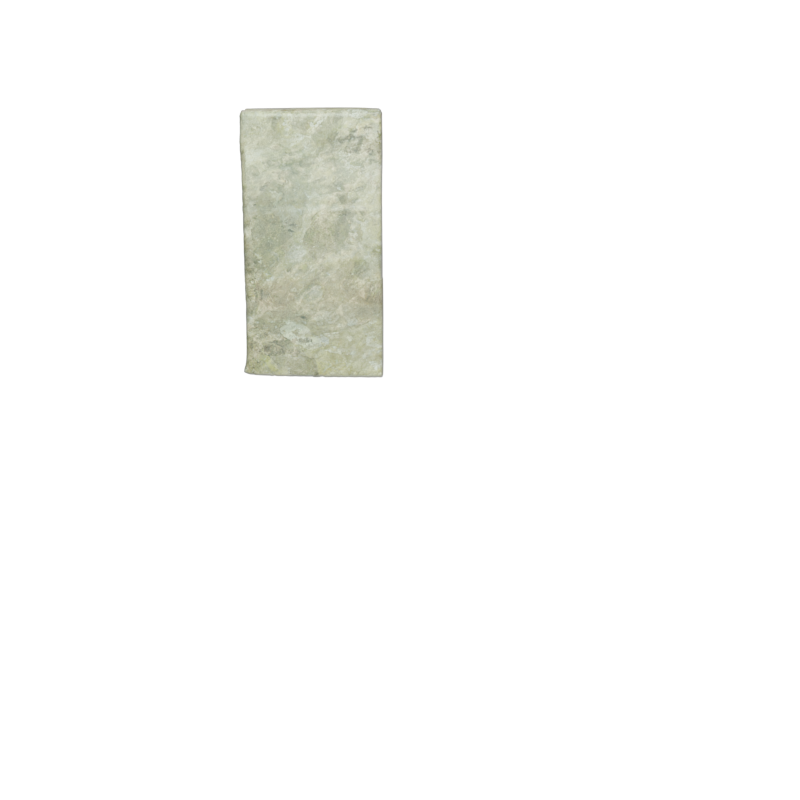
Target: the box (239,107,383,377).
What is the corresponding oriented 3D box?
[{"bbox_3d":[-0.057,-0.105,0.734,0.093,0.173,0.049,1,7,1],"label":"box"}]
